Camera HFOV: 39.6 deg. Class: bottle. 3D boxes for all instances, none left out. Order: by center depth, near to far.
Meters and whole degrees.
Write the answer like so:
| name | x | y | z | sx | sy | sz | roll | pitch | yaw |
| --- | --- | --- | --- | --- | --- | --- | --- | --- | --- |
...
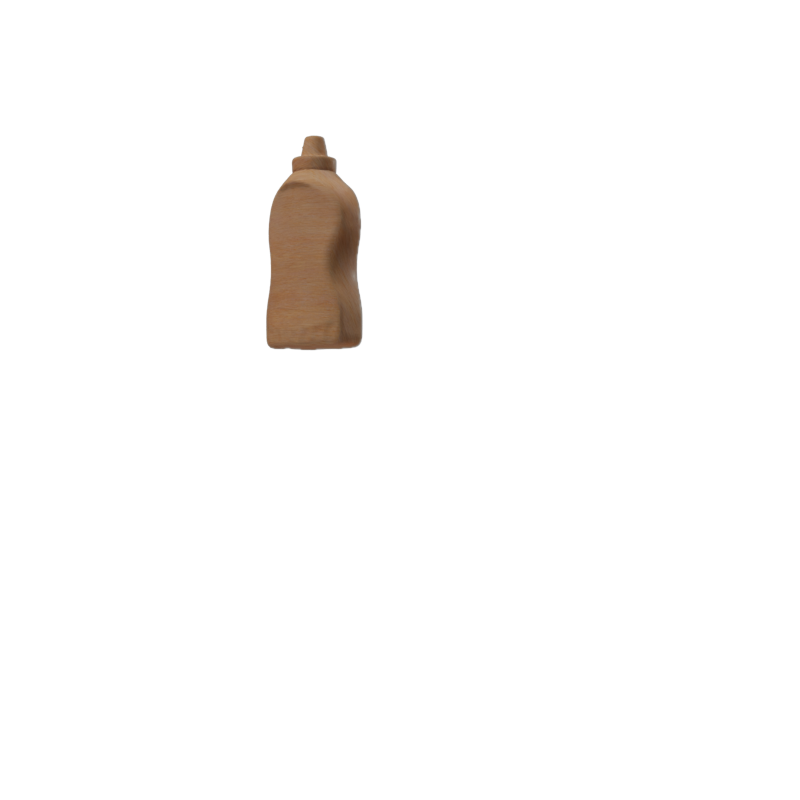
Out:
| name | x | y | z | sx | sy | sz | roll | pitch | yaw |
| --- | --- | --- | --- | --- | --- | --- | --- | --- | --- |
| bottle | -0.078 | -0.142 | 0.995 | 0.056 | 0.195 | 0.099 | 6 | -9 | -45 |
